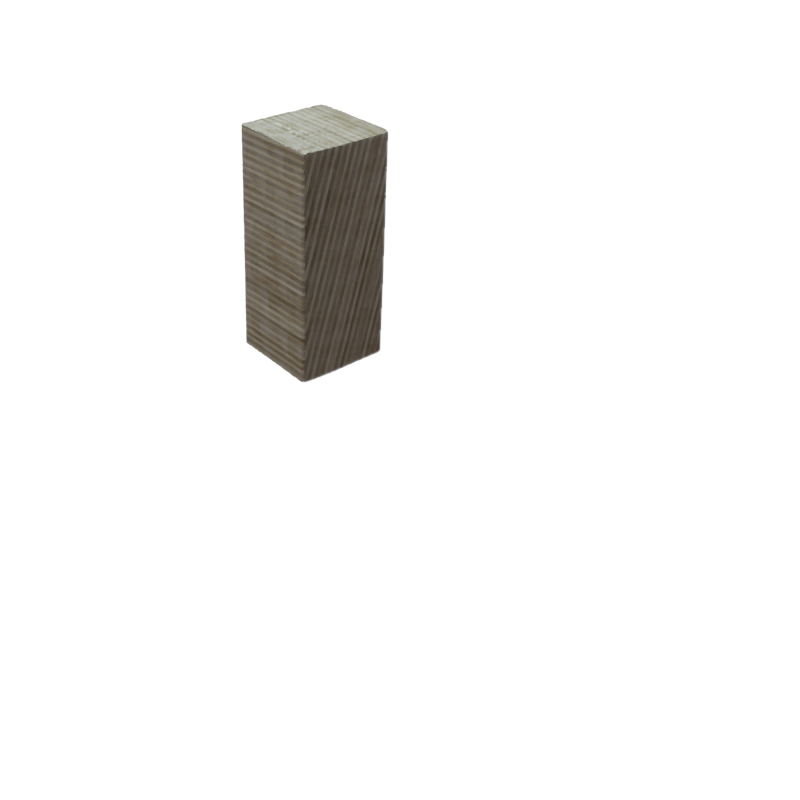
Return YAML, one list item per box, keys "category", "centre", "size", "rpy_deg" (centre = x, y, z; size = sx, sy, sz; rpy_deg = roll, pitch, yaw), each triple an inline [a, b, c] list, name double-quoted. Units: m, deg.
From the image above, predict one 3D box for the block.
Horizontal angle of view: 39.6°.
- category: "block"
  centre: [-0.073, -0.135, 0.945]
  size: [0.089, 0.195, 0.097]
  rpy_deg: [-19, 34, -35]
